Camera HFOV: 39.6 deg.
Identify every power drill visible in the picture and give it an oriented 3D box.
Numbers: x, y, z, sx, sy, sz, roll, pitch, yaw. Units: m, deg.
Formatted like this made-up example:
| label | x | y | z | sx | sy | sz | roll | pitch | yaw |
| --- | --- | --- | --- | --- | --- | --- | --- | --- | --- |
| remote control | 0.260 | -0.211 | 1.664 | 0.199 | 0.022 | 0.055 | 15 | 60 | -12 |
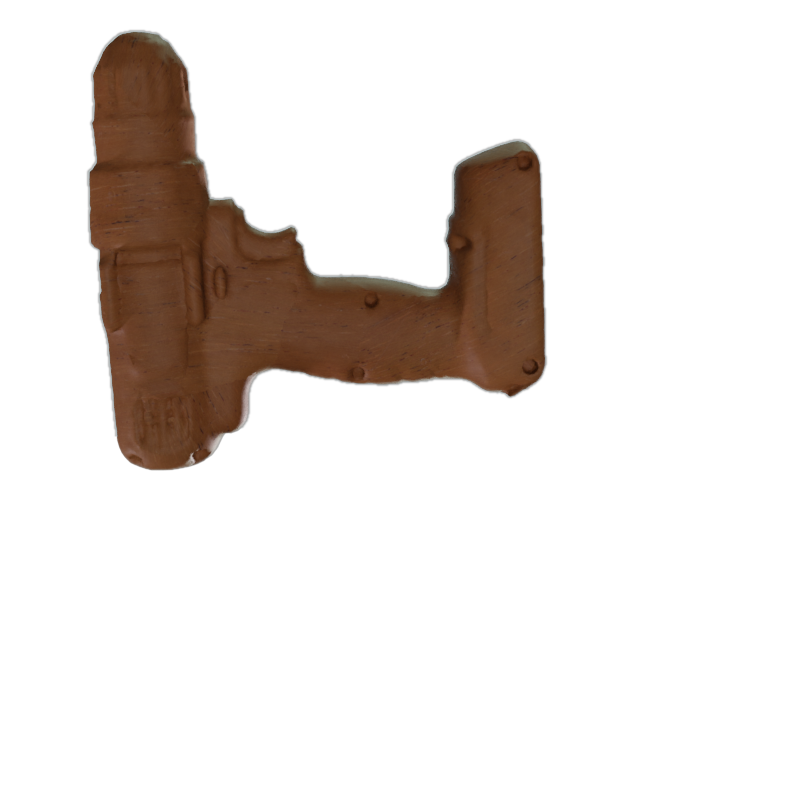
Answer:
| label | x | y | z | sx | sy | sz | roll | pitch | yaw |
| --- | --- | --- | --- | --- | --- | --- | --- | --- | --- |
| power drill | -0.037 | -0.067 | 0.470 | 0.187 | 0.181 | 0.058 | -3 | 8 | 0 |
